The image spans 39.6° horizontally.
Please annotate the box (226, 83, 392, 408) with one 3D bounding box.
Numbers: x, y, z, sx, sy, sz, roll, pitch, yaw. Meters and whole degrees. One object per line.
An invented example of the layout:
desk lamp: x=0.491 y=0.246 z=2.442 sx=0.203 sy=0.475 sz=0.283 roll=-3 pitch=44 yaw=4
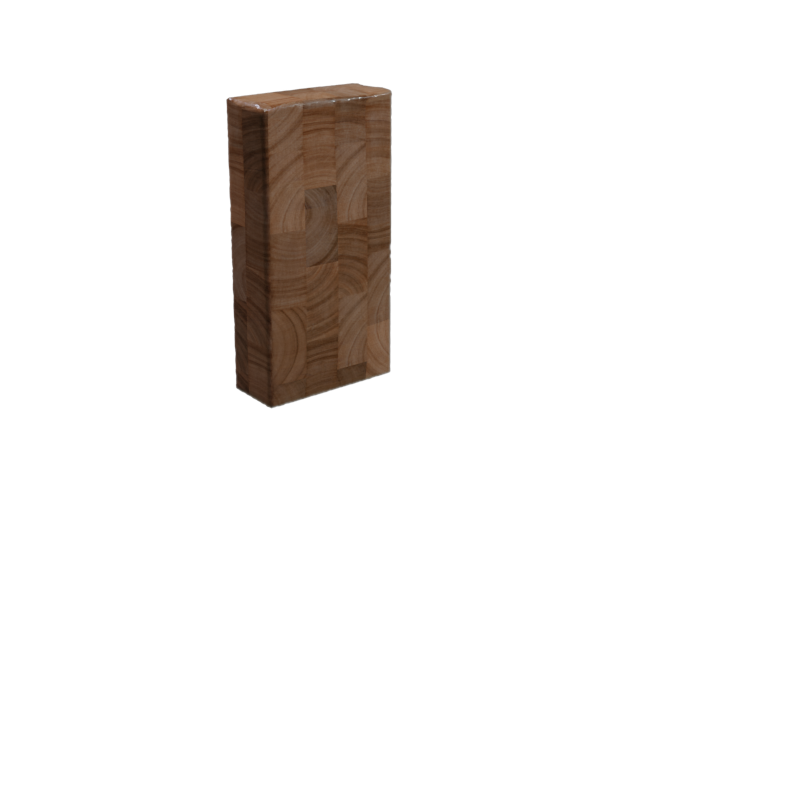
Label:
box: x=-0.051 y=-0.093 z=0.650 sx=0.091 sy=0.169 sz=0.051 roll=-15 pitch=25 yaw=-36
